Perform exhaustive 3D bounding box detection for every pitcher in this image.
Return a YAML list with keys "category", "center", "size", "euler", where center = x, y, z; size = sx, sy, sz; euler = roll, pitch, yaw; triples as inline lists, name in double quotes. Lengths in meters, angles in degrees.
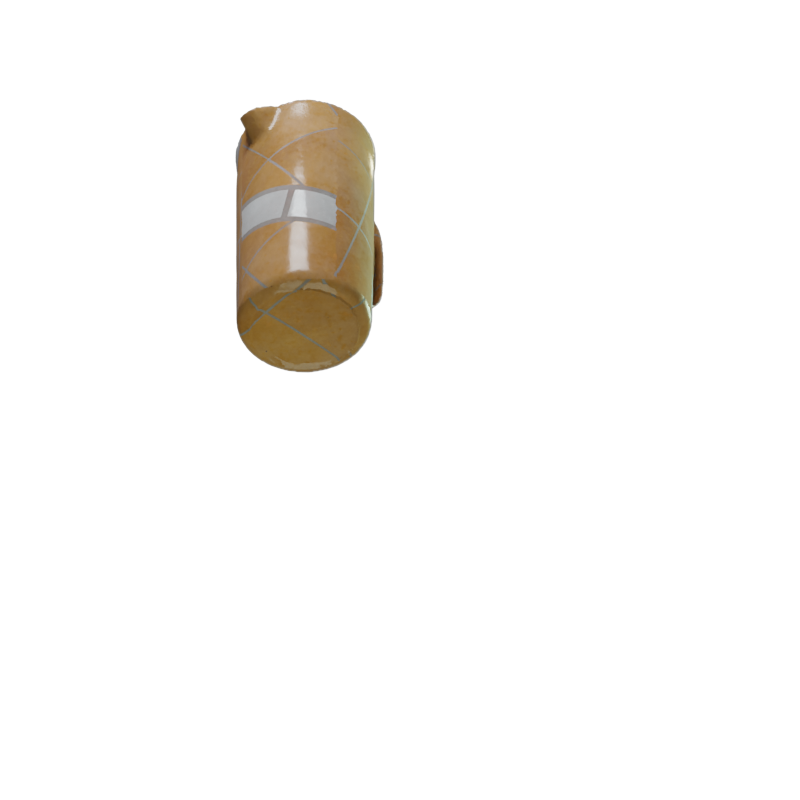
- category: "pitcher"
  center: [-0.076, -0.138, 0.970]
  size: [0.148, 0.136, 0.261]
  euler: [4, 43, -8]
